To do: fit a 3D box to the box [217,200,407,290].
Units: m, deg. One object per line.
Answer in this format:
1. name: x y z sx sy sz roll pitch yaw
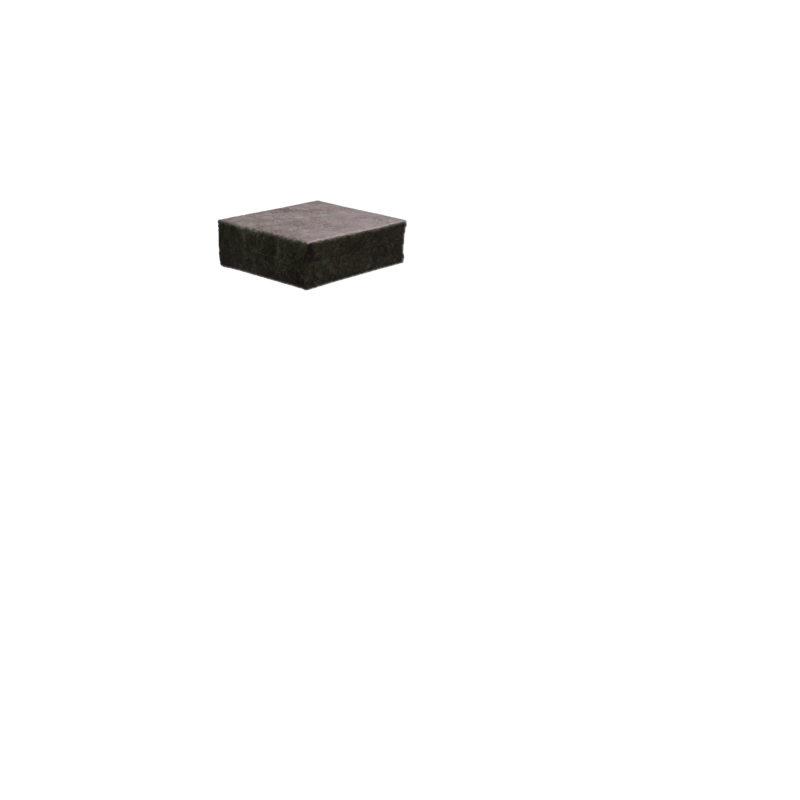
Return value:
1. box: -0.064 -0.116 0.814 0.095 0.037 0.112 17 27 36
